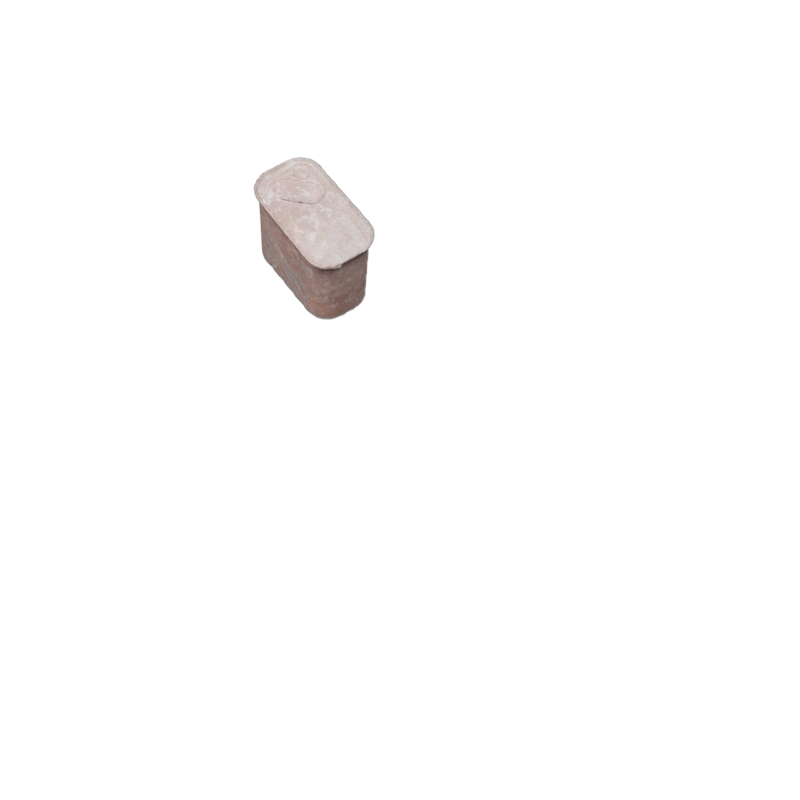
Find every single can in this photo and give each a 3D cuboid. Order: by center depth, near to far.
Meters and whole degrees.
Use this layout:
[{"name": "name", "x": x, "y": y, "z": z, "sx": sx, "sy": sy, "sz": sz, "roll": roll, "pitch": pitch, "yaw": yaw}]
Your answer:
[{"name": "can", "x": -0.067, "y": -0.122, "z": 0.856, "sx": 0.057, "sy": 0.109, "sz": 0.079, "roll": -30, "pitch": -26, "yaw": -18}]
